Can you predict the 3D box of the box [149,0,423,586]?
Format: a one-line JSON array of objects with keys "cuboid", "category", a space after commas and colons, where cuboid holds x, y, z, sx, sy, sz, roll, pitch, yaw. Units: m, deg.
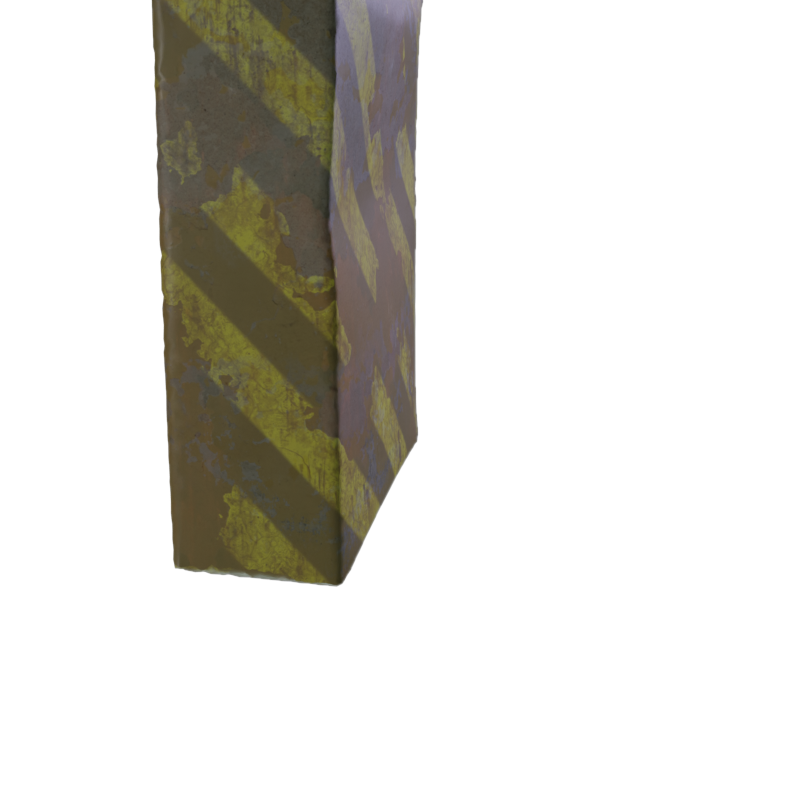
[{"cuboid": [-0.035, -0.063, 0.441, 0.073, 0.209, 0.166, 3, 12, 10], "category": "box"}]
